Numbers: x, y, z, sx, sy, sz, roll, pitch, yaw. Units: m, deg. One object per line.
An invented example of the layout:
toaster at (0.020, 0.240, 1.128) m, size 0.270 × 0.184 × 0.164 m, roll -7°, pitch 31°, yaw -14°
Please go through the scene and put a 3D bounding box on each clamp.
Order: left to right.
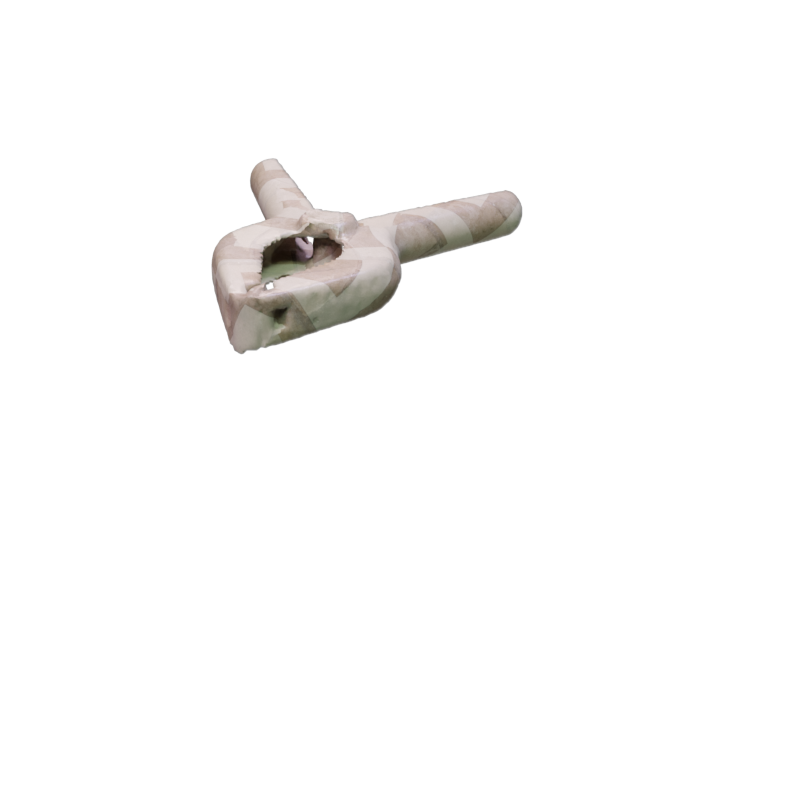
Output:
clamp at (-0.046, -0.083, 0.582) m, size 0.171 × 0.034 × 0.213 m, roll 13°, pitch 31°, yaw 23°
